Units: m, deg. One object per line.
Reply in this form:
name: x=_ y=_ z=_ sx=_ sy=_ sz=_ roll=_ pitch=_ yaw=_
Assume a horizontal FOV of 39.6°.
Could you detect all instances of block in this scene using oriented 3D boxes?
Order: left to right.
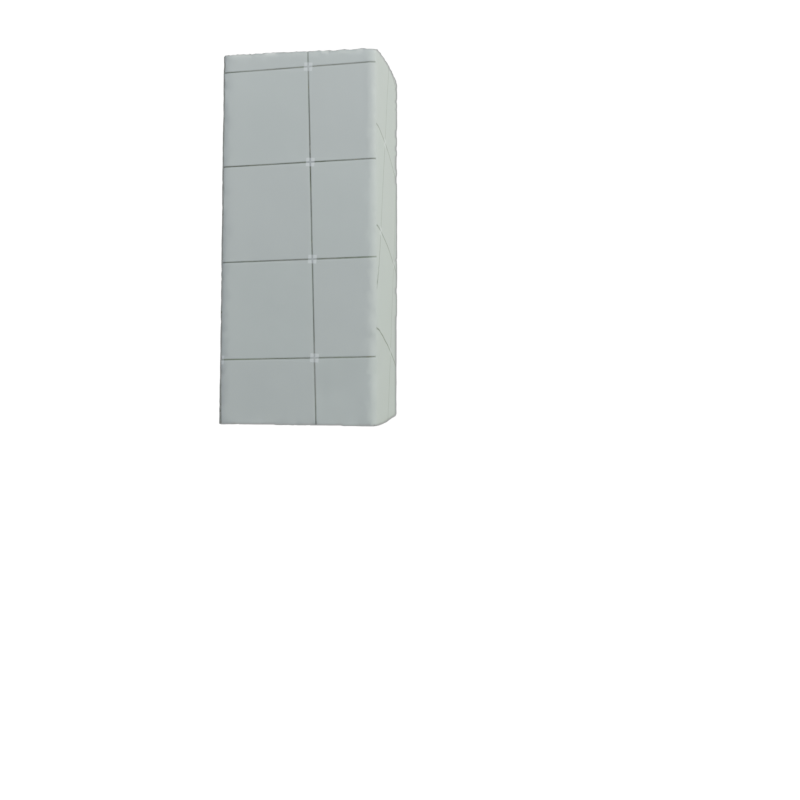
block: x=-0.050 y=-0.093 z=0.648 sx=0.092 sy=0.208 sz=0.088 roll=-1 pitch=-4 yaw=9
